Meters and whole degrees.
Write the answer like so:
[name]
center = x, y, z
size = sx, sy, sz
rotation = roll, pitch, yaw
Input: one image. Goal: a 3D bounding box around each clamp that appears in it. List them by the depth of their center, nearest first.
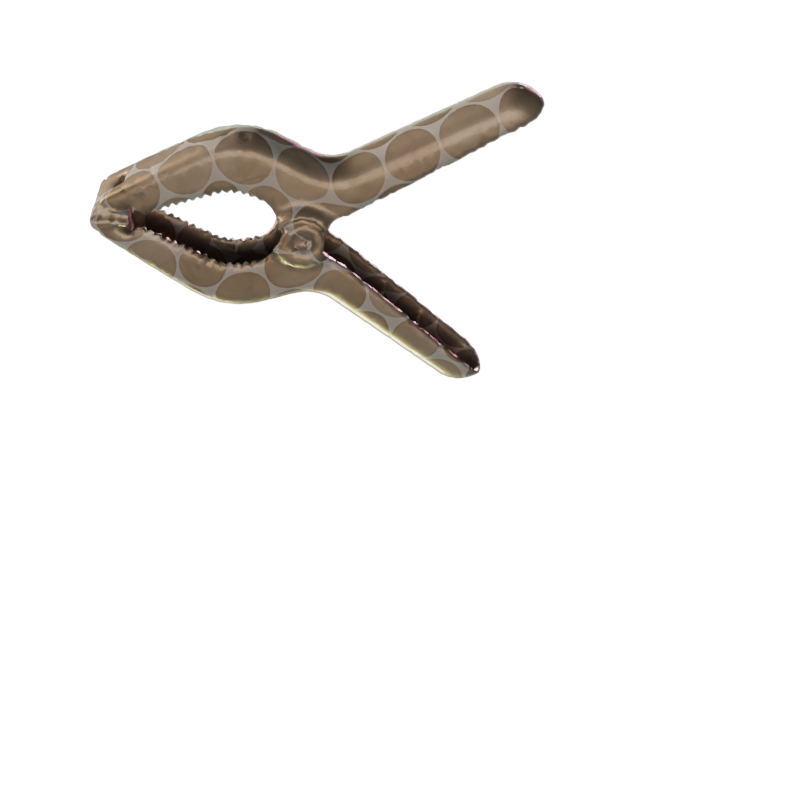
[clamp]
center = -0.042, -0.077, 0.542
size = 0.210, 0.154, 0.039
rotation = 0, 34, 0
